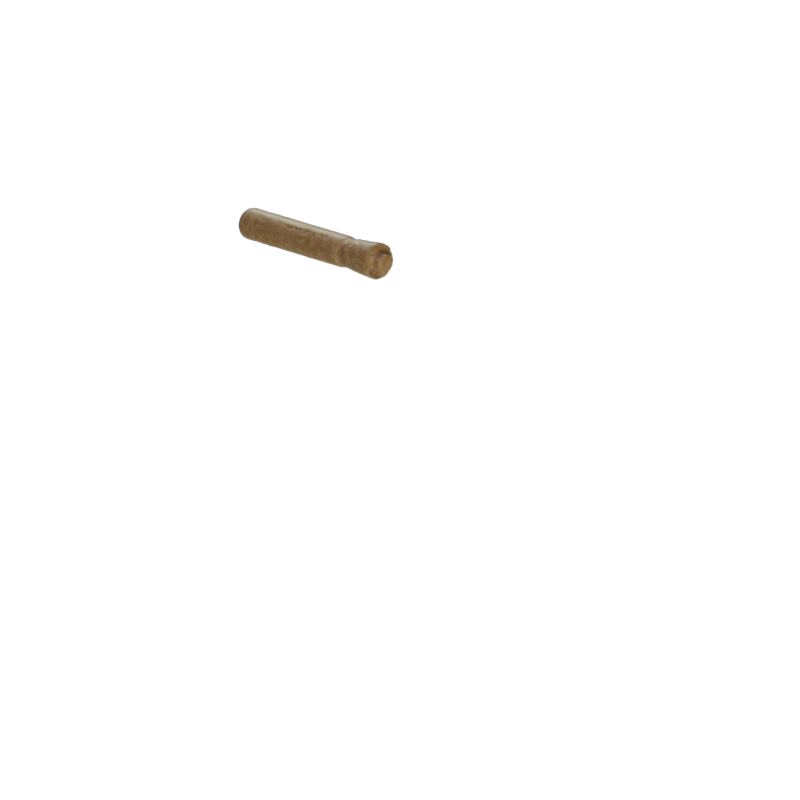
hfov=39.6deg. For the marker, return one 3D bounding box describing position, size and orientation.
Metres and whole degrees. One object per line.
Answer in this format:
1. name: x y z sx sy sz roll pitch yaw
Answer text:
1. marker: -0.047 -0.085 0.595 0.019 0.019 0.128 -3 18 -39
